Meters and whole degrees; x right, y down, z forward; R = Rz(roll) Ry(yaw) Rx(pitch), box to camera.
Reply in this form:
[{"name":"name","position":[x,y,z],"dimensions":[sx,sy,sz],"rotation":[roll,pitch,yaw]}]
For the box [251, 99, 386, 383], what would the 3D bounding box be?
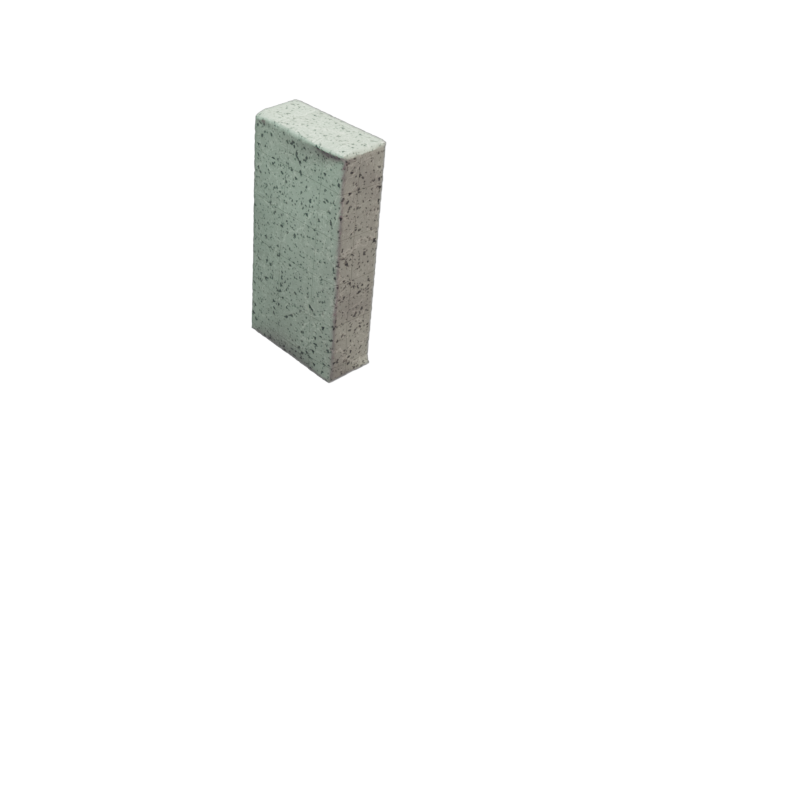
[{"name":"box","position":[-0.061,-0.110,0.769],"dimensions":[0.048,0.165,0.100],"rotation":[-24,42,-35]}]
